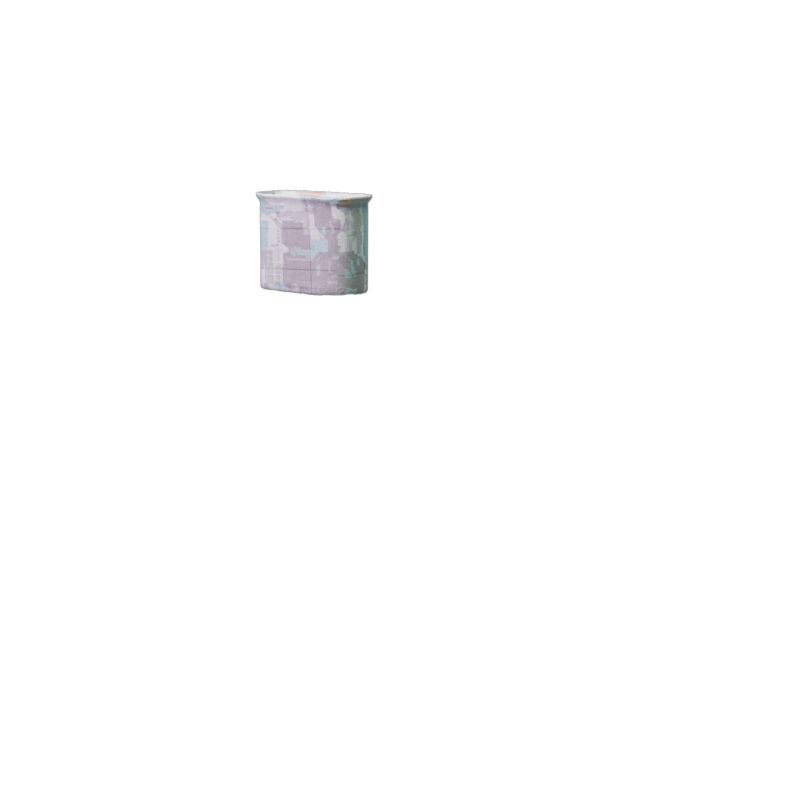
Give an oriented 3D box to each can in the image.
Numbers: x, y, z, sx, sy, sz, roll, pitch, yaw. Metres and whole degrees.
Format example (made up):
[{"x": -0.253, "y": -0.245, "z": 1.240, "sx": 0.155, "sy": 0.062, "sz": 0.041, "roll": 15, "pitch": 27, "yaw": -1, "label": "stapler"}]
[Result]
[{"x": -0.074, "y": -0.136, "z": 0.950, "sx": 0.107, "sy": 0.082, "sz": 0.056, "roll": 8, "pitch": 12, "yaw": 35, "label": "can"}]
